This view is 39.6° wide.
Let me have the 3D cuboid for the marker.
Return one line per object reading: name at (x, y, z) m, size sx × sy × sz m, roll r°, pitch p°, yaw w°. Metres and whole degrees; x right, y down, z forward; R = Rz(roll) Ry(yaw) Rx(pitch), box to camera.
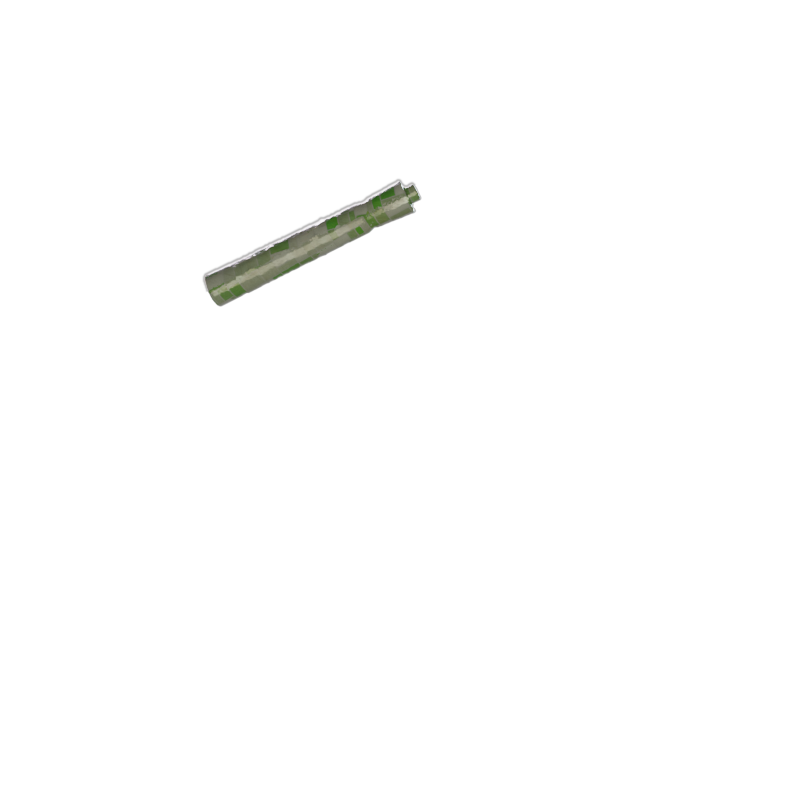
marker at (-0.045, -0.083, 0.579) m, size 0.121 × 0.020 × 0.020 m, roll -25°, pitch 1°, yaw 9°
